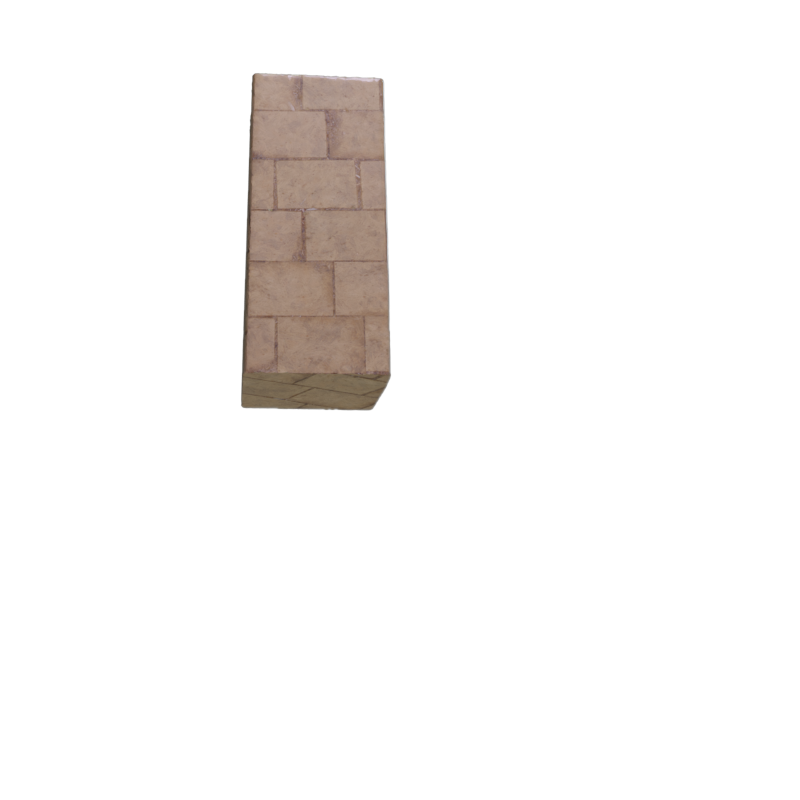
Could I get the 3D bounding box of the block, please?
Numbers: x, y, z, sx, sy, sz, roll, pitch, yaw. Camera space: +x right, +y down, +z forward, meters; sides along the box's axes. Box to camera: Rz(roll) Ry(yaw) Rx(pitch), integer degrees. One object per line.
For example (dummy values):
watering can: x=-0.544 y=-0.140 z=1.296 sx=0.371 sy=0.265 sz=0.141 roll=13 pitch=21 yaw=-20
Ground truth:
block: x=-0.058 y=-0.105 z=0.738 sx=0.090 sy=0.216 sz=0.087 roll=1 pitch=-21 yaw=-7
